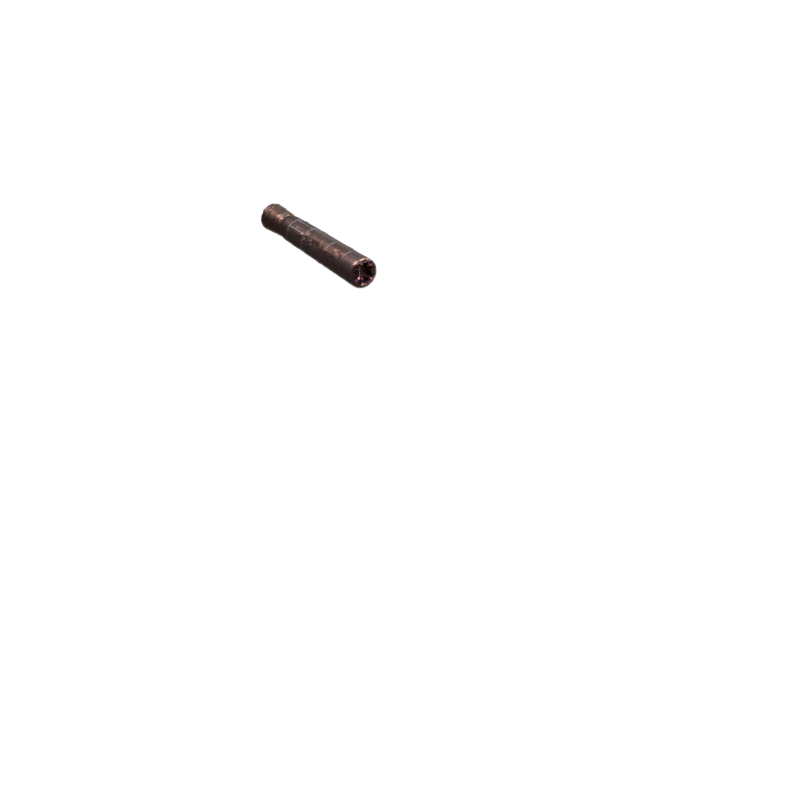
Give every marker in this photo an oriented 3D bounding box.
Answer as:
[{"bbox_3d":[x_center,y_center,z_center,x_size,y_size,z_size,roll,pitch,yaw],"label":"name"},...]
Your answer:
[{"bbox_3d":[-0.054,-0.099,0.693,0.019,0.019,0.130,-3,25,-33],"label":"marker"}]
